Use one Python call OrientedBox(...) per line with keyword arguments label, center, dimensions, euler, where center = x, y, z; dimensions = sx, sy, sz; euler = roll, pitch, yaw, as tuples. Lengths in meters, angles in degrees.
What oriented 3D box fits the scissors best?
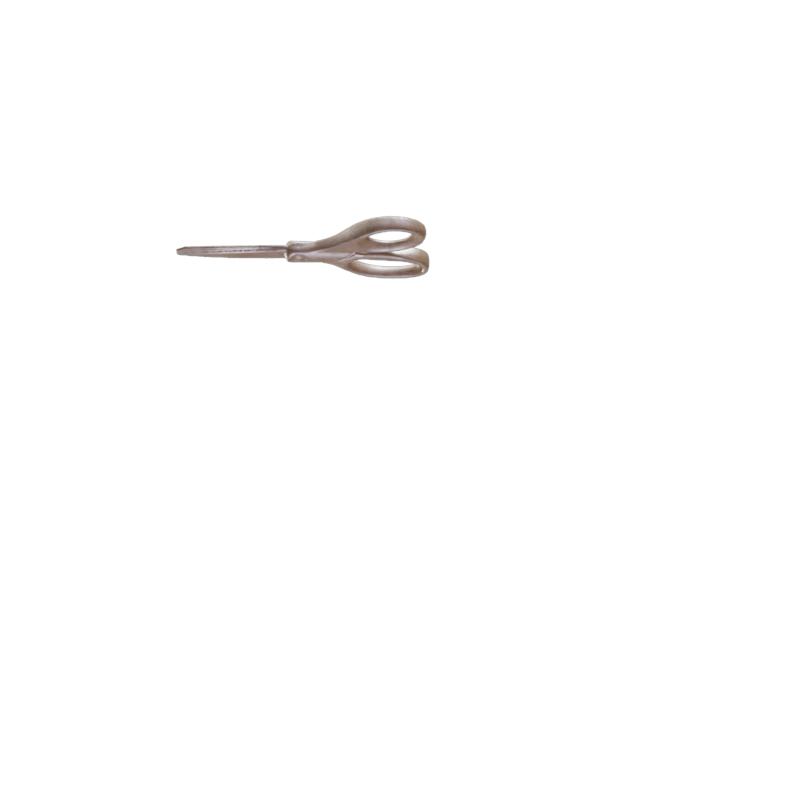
OrientedBox(label="scissors", center=(-0.068, -0.124, 0.867), dimensions=(0.197, 0.017, 0.093), euler=(6, -23, -15))
